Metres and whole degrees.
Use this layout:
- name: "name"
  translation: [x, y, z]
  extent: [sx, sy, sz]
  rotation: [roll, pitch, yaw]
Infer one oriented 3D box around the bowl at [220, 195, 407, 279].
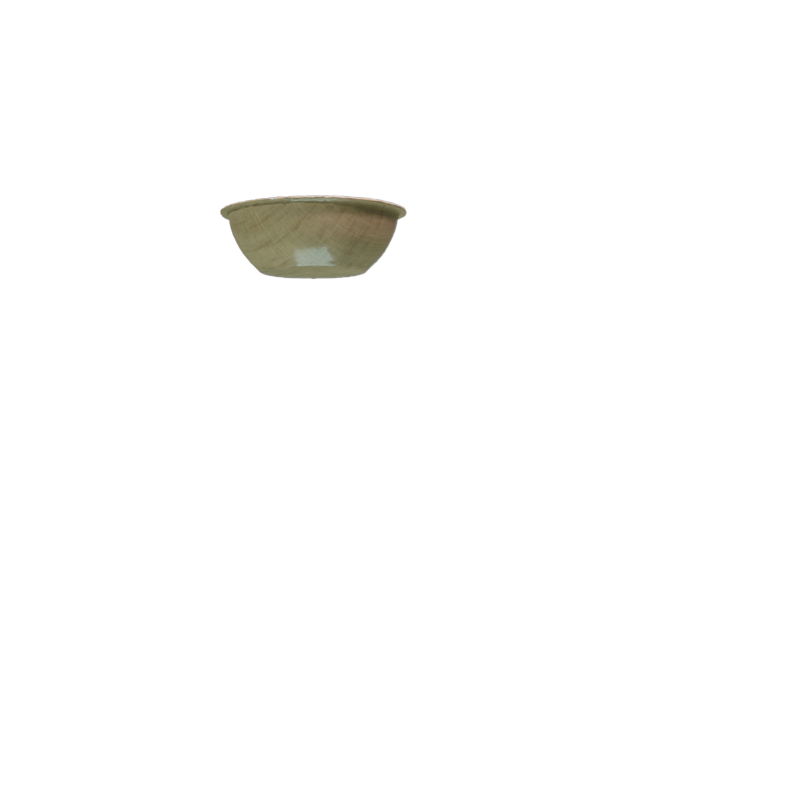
- name: "bowl"
  translation: [-0.075, -0.137, 0.957]
  extent: [0.162, 0.056, 0.161]
  rotation: [0, -1, -2]
